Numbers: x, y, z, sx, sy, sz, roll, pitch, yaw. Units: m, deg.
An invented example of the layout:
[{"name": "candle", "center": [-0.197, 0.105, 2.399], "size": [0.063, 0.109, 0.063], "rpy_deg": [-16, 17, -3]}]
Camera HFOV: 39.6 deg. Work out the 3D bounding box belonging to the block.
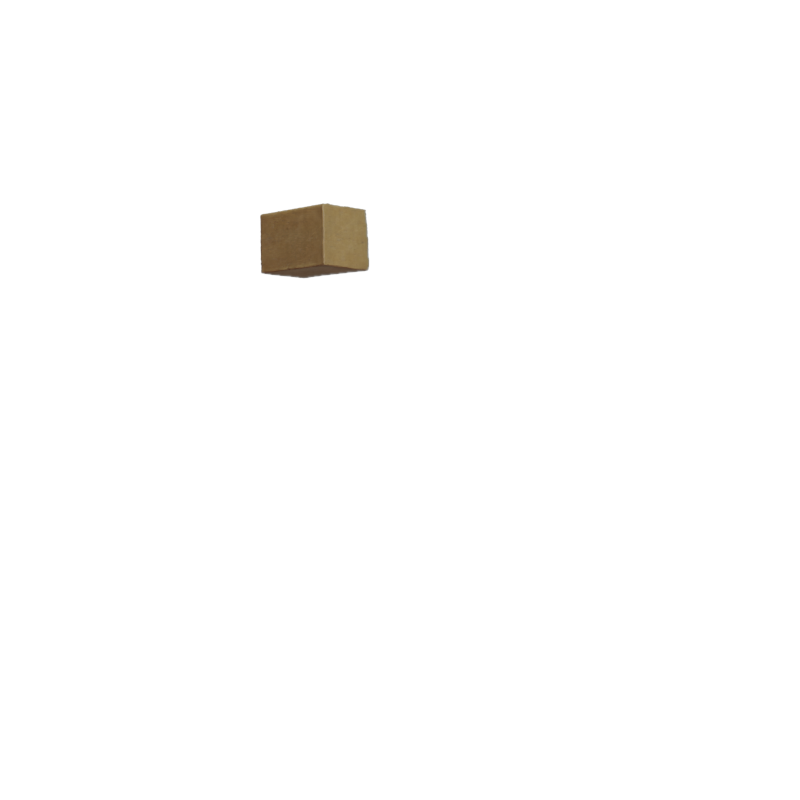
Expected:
[{"name": "block", "center": [-0.071, -0.130, 0.913], "size": [0.080, 0.052, 0.050], "rpy_deg": [-2, -4, 42]}]
